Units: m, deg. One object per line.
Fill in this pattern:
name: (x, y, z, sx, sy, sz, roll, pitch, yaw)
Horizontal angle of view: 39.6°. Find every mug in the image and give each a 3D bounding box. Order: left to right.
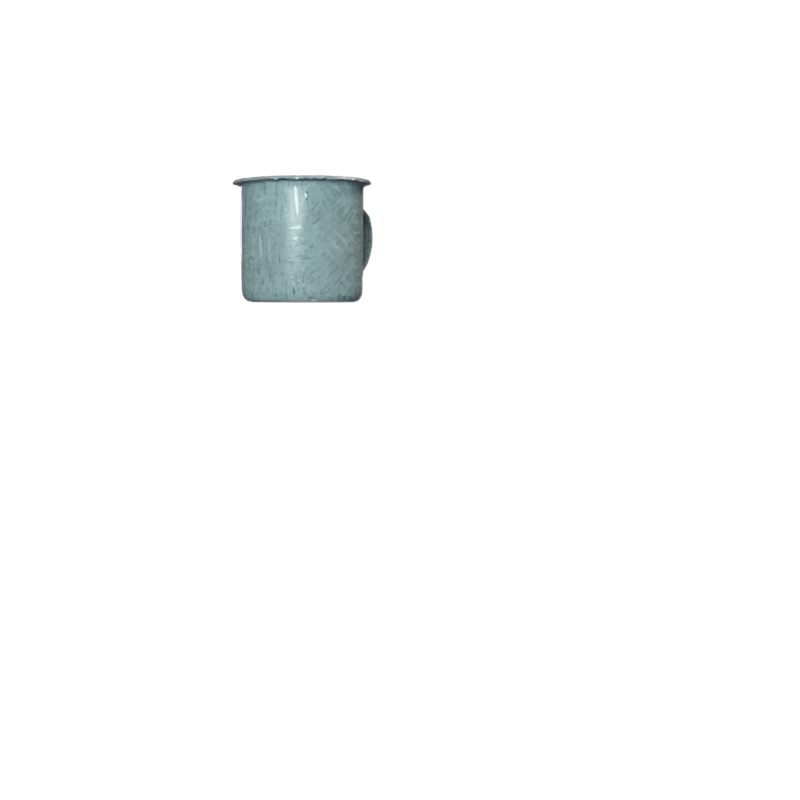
mug: (-0.059, -0.108, 0.754, 0.097, 0.081, 0.113, 2, 4, 36)
